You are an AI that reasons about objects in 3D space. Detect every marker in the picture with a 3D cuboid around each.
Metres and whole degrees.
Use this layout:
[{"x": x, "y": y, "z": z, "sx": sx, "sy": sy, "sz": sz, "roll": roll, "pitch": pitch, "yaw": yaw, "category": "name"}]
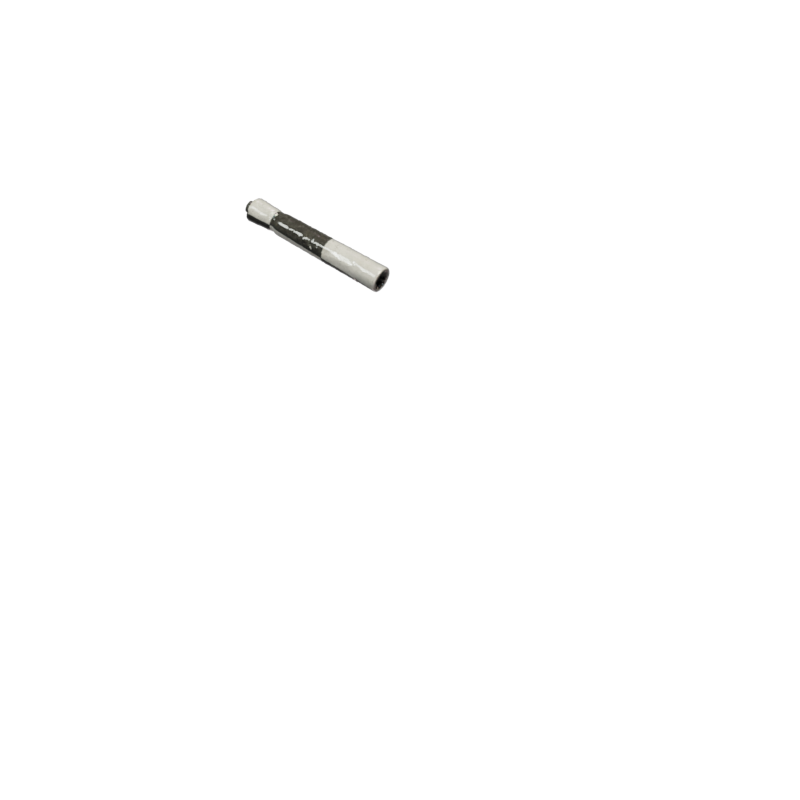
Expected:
[{"x": -0.061, "y": -0.112, "z": 0.782, "sx": 0.128, "sy": 0.019, "sz": 0.019, "roll": 32, "pitch": 18, "yaw": 26, "category": "marker"}]
